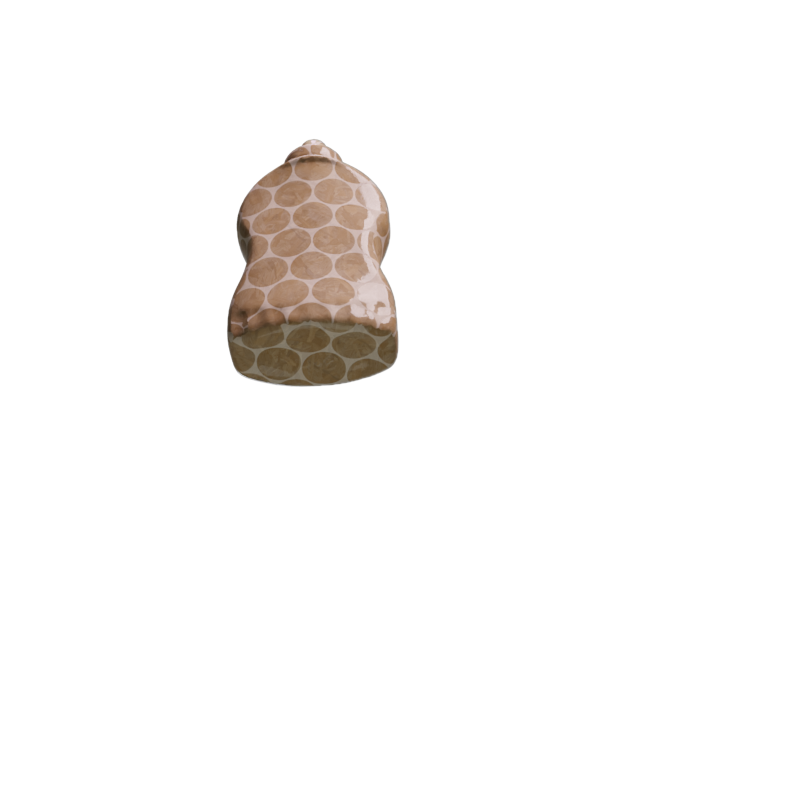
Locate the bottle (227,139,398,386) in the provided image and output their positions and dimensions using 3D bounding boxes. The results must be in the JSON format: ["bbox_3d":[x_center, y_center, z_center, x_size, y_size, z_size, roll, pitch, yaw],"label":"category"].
[{"bbox_3d":[-0.054,-0.098,0.687,0.096,0.206,0.054,-6,-43,3],"label":"bottle"}]
